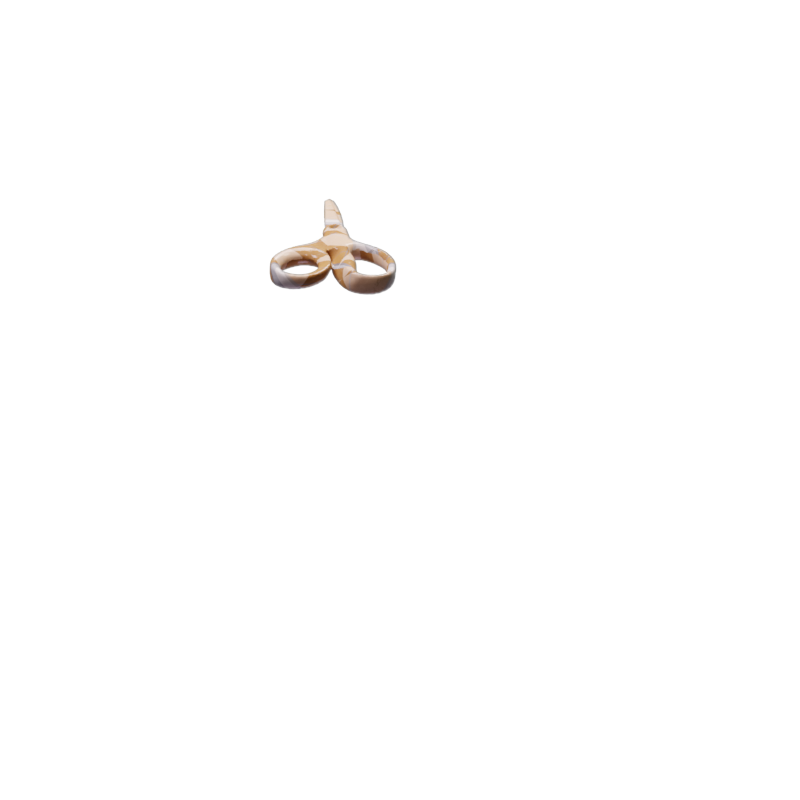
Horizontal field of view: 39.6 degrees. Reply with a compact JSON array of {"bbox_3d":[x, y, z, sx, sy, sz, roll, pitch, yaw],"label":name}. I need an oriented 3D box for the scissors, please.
[{"bbox_3d":[-0.065,-0.118,0.829,0.094,0.015,0.215,-8,26,-18],"label":"scissors"}]
